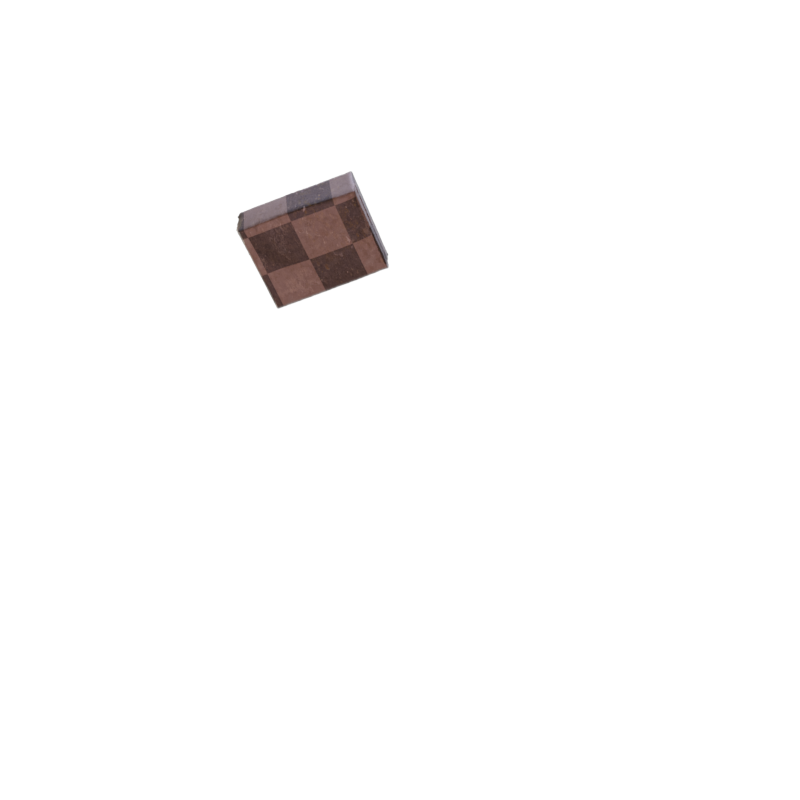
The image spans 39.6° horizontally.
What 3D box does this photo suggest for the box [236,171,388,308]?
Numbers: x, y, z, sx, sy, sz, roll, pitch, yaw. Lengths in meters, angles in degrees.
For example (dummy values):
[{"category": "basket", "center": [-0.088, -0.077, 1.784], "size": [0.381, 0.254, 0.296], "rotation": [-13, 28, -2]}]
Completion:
[{"category": "box", "center": [-0.078, -0.142, 0.993], "size": [0.114, 0.084, 0.041], "rotation": [-18, 32, 11]}]
